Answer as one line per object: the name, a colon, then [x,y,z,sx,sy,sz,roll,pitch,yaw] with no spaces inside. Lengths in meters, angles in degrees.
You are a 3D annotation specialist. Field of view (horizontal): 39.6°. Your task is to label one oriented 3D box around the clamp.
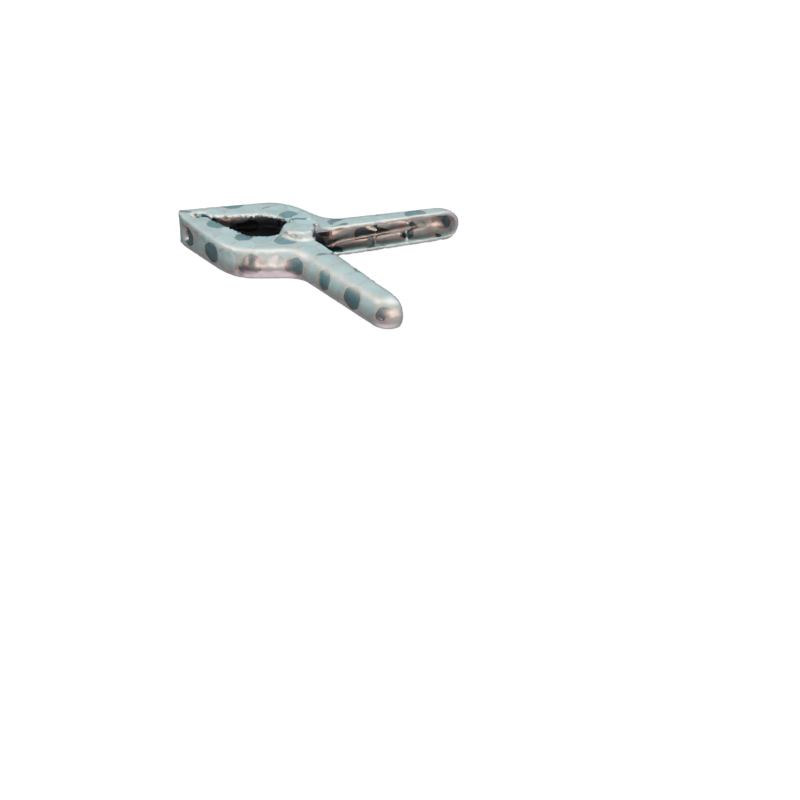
clamp: [-0.066,-0.119,0.837,0.218,0.034,0.168,14,34,22]
